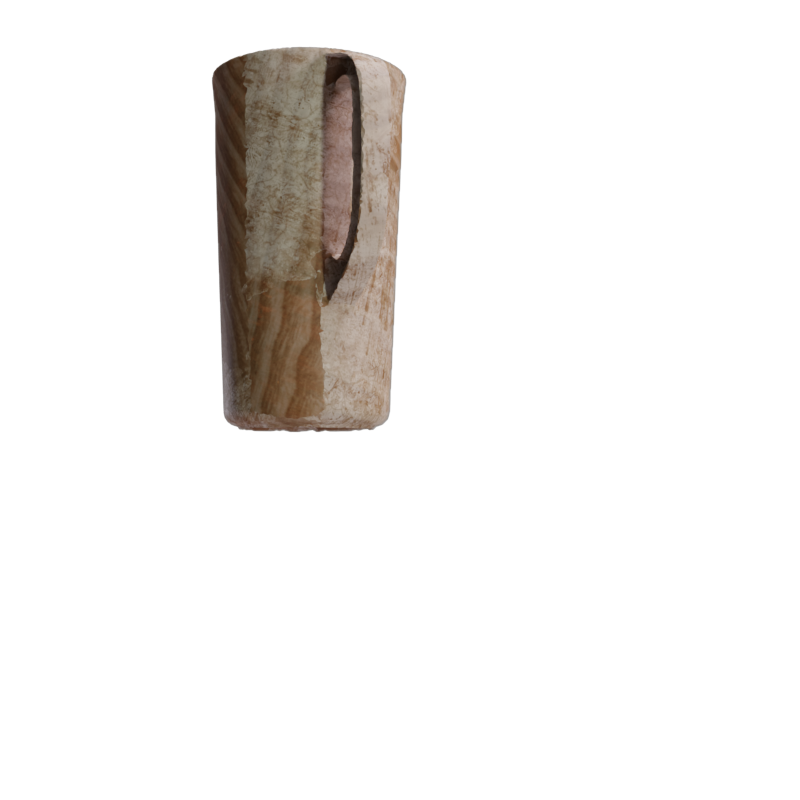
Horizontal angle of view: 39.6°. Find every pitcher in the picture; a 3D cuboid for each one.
[{"bbox_3d":[-0.057,-0.104,0.728,0.148,0.249,0.142,-4,-10,18],"label":"pitcher"}]
